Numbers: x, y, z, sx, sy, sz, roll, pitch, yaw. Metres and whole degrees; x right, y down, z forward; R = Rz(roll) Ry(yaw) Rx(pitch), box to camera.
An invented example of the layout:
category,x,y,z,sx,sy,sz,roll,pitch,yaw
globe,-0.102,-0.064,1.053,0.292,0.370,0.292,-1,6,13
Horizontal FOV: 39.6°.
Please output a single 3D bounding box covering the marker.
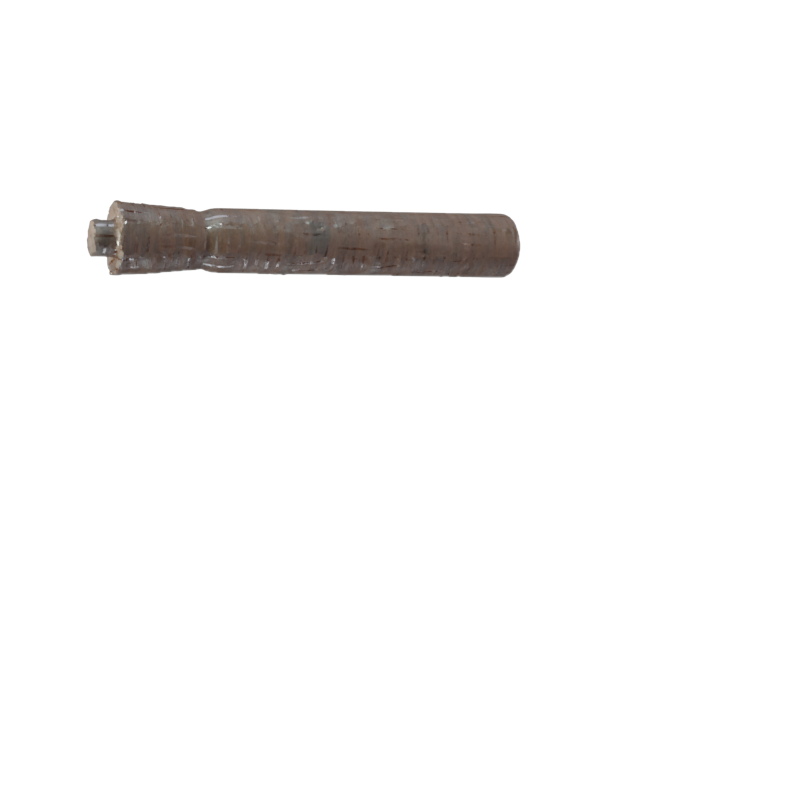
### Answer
category,x,y,z,sx,sy,sz,roll,pitch,yaw
marker,-0.023,-0.043,0.299,0.117,0.020,0.020,-2,5,-24
